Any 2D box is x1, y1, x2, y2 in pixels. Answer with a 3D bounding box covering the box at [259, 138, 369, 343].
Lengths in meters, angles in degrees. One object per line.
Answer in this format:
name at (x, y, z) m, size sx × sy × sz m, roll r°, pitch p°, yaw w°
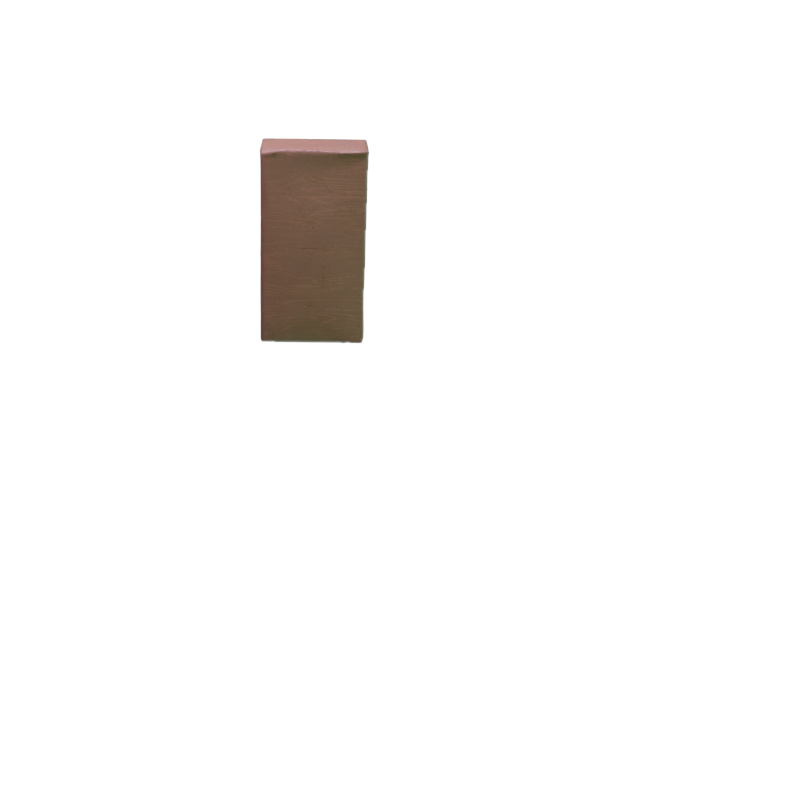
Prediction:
box at (-0.076, -0.138, 0.964) m, size 0.093 × 0.167 × 0.051 m, roll 1°, pitch 24°, yaw -1°
